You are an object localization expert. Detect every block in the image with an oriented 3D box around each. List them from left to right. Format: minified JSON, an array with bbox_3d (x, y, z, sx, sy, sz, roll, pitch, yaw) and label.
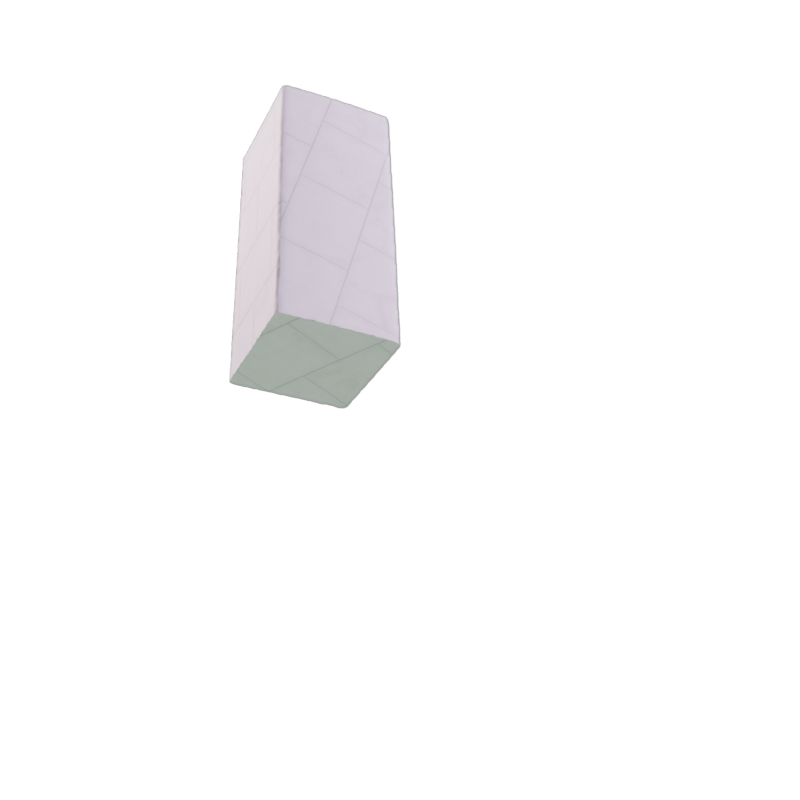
[{"bbox_3d":[-0.061,-0.113,0.789,0.087,0.221,0.088,14,-39,-22],"label":"block"}]
